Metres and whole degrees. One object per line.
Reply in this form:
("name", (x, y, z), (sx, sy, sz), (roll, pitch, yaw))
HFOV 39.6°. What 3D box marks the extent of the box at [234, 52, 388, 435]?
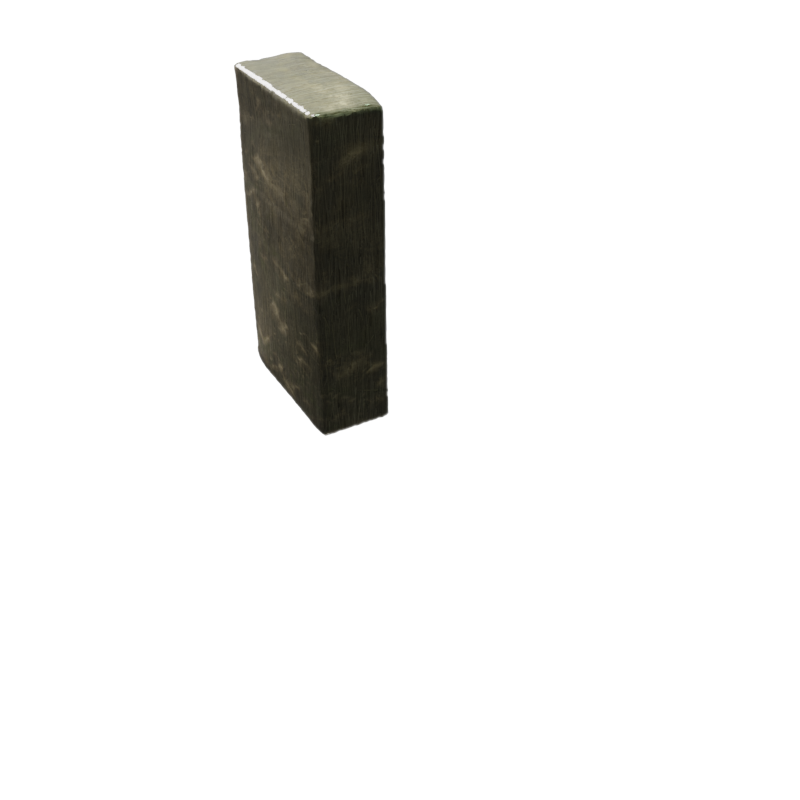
("box", (-0.045, -0.082, 0.573), (0.047, 0.166, 0.101), (-13, 33, -25))
